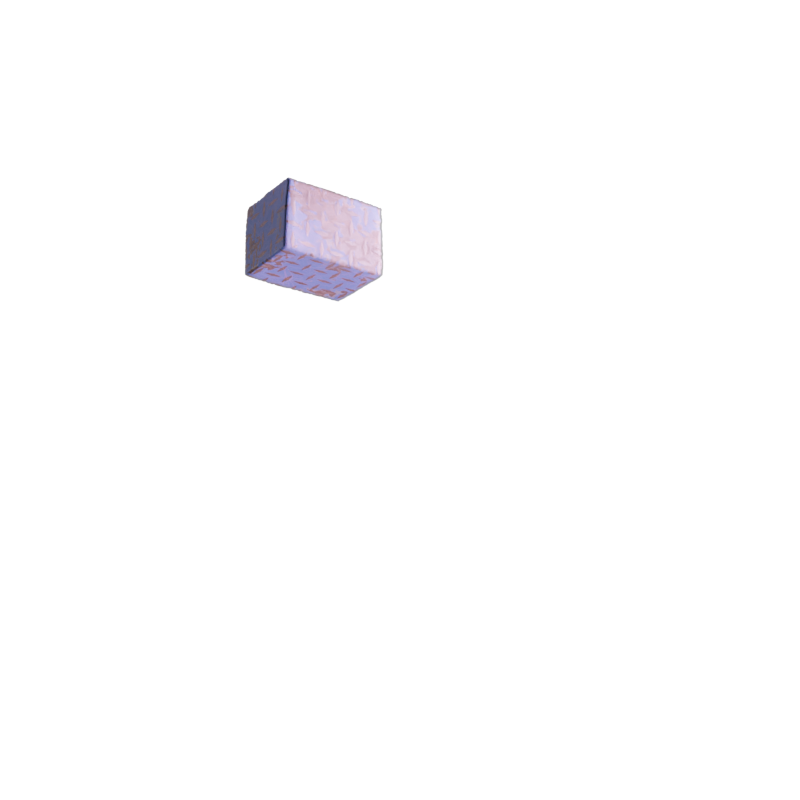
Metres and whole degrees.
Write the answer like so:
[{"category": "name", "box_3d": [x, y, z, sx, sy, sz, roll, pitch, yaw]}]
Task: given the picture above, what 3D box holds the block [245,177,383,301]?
[{"category": "block", "box_3d": [-0.057, -0.105, 0.733, 0.074, 0.054, 0.052, 14, -27, -33]}]
